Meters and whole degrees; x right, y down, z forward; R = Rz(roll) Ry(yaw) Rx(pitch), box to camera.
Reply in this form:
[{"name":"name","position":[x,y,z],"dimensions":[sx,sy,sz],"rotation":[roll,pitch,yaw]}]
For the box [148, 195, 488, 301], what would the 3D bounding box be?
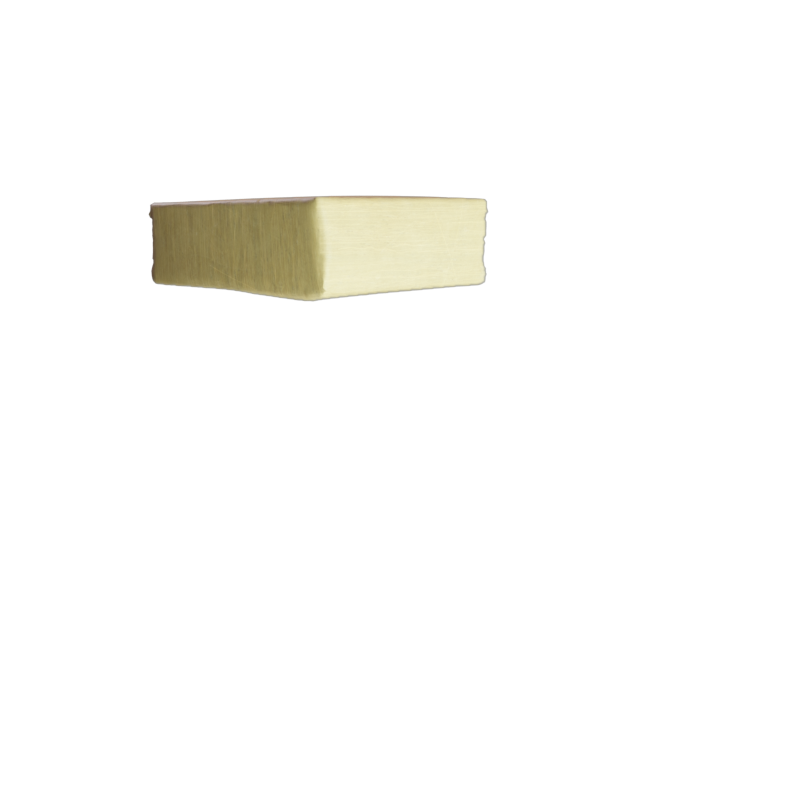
[{"name":"box","position":[-0.035,-0.064,0.452],"dimensions":[0.087,0.038,0.119],"rotation":[-9,14,-42]}]
